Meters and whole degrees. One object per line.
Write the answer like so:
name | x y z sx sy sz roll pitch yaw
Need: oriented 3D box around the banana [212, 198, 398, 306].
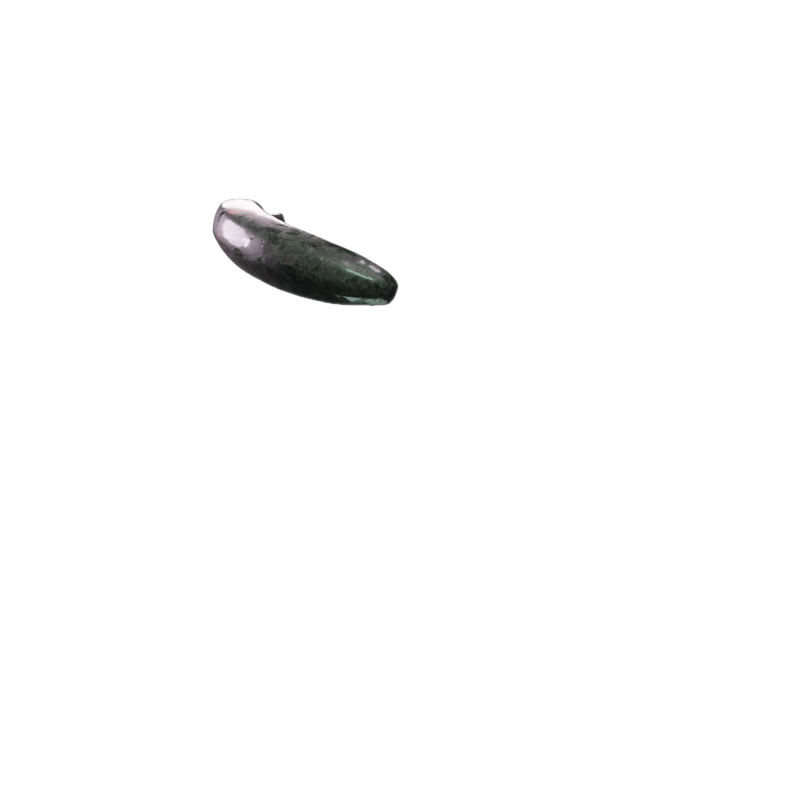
banana | -0.072 -0.096 0.677 0.068 0.035 0.211 -9 24 -22
